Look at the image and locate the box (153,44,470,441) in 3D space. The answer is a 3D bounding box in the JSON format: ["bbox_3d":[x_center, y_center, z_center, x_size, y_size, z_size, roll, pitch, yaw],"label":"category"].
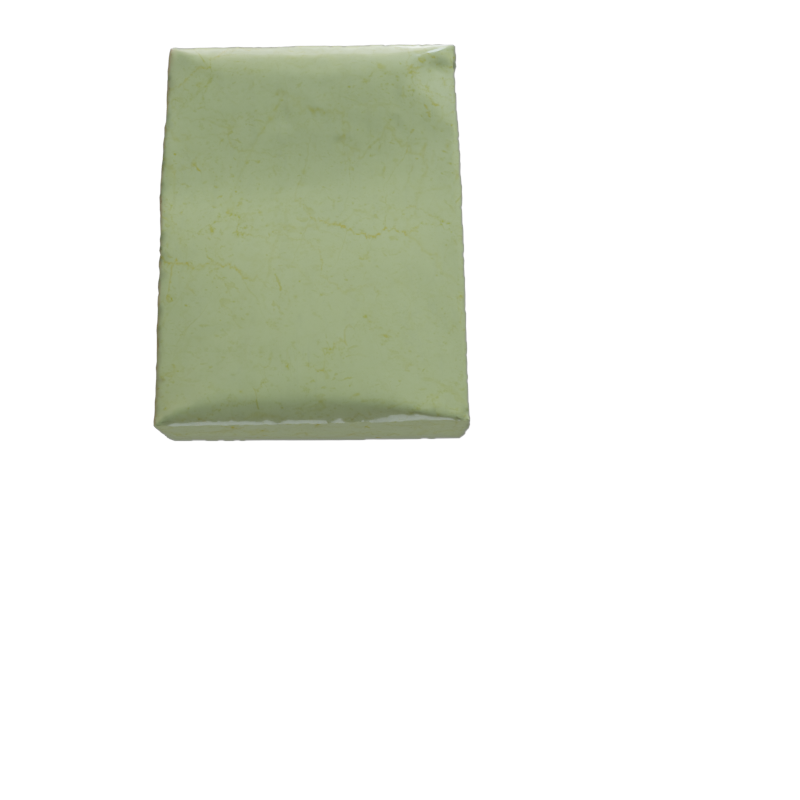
[{"bbox_3d":[-0.048,-0.087,0.612,0.164,0.222,0.069,-1,-15,1],"label":"box"}]
